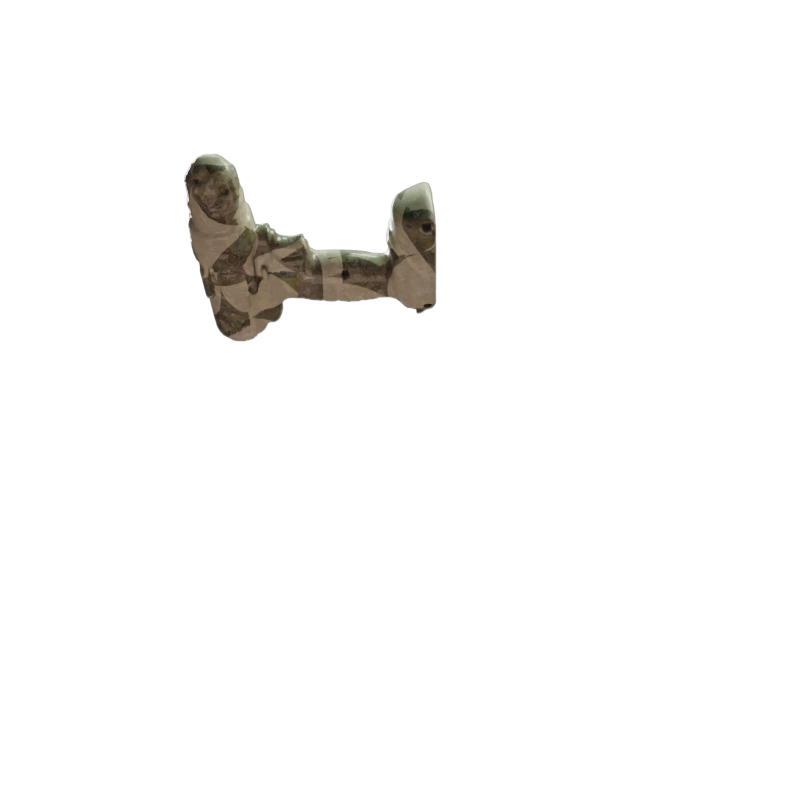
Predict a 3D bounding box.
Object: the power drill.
[{"bbox_3d":[-0.067,-0.122,0.858,0.188,0.062,0.171,-3,-39,3],"label":"power drill"}]
